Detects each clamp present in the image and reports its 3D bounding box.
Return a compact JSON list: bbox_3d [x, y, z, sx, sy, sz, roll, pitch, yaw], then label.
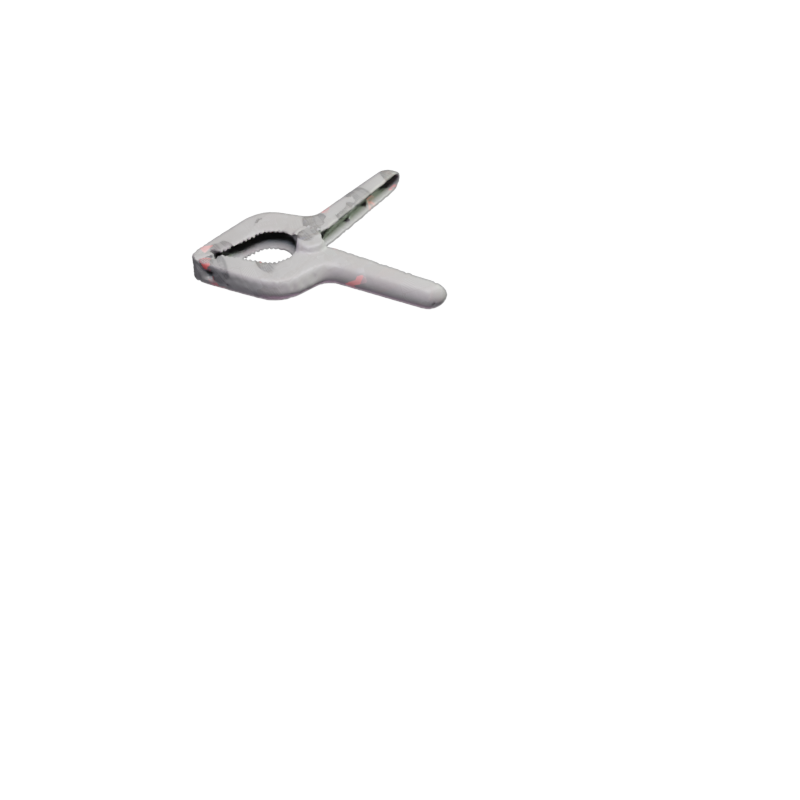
[{"bbox_3d":[-0.076,-0.138,0.969,0.209,0.177,0.034,-5,-42,-4],"label":"clamp"}]
